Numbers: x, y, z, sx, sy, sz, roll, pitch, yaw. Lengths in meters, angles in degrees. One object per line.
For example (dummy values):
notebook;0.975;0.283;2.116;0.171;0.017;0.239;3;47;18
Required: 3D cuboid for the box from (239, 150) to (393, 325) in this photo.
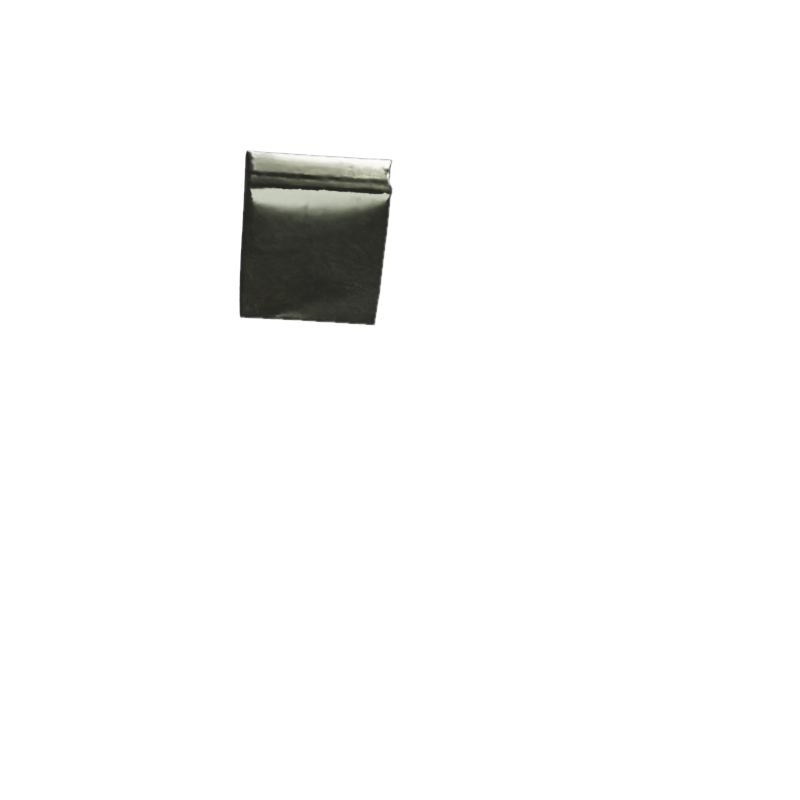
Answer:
box;-0.054;-0.099;0.691;0.089;0.042;0.106;4;-45;-5
